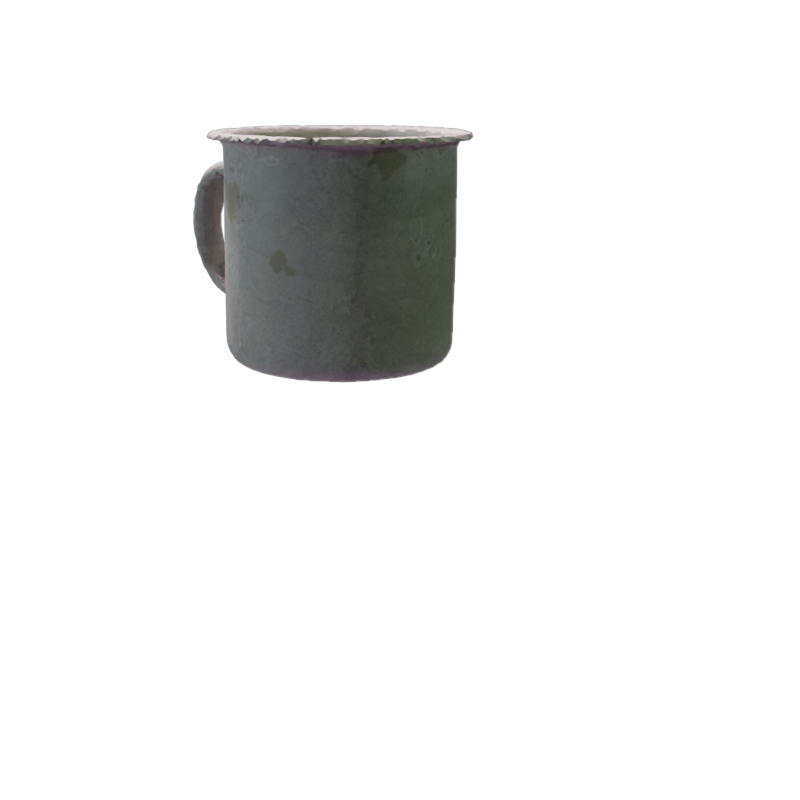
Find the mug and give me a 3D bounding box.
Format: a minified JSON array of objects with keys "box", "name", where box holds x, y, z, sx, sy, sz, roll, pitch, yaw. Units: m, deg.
[{"box":[-0.031,-0.057,0.402,0.123,0.079,0.091,10,16,35],"name":"mug"}]
